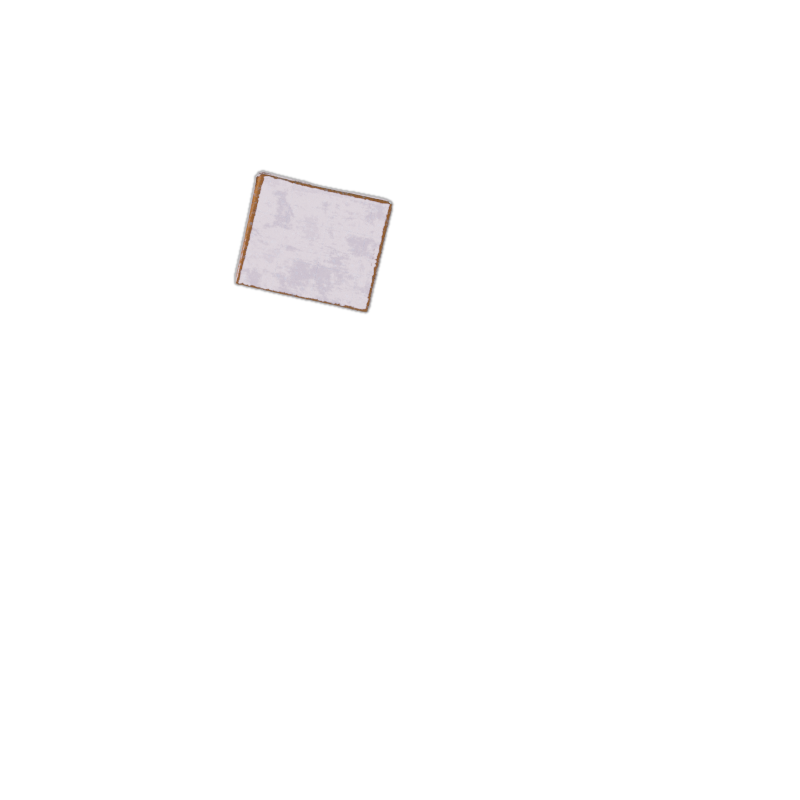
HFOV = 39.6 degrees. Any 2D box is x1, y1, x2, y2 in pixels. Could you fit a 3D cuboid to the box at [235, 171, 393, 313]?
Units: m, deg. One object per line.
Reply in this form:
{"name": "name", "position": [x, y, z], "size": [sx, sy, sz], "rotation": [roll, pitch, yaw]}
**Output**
{"name": "box", "position": [-0.056, -0.102, 0.712], "size": [0.089, 0.072, 0.031], "rotation": [12, 7, -2]}
